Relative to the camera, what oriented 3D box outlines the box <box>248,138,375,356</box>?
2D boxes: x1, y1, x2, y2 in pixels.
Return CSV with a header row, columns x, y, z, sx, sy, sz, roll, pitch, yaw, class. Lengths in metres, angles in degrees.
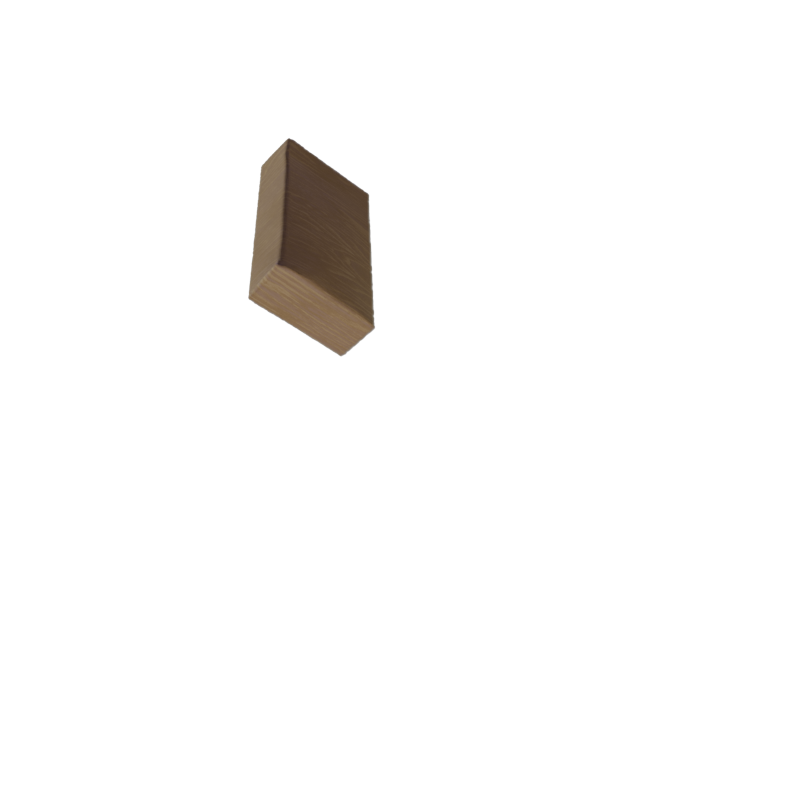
x,y,z,sx,sy,sz,roll,pitch,yaw,class
-0.069,-0.125,0.878,0.089,0.189,0.047,32,-59,-26,box
